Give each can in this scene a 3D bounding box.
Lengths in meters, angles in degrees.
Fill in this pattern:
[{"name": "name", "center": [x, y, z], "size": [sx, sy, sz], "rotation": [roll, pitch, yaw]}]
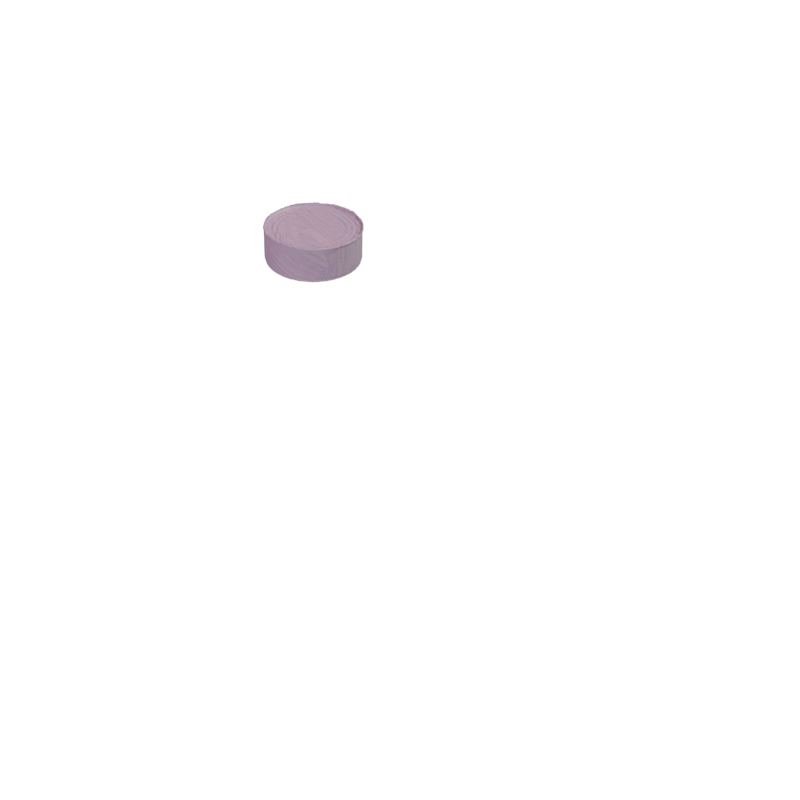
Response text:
[{"name": "can", "center": [-0.075, -0.136, 0.952], "size": [0.086, 0.031, 0.092], "rotation": [-1, 34, -2]}]
